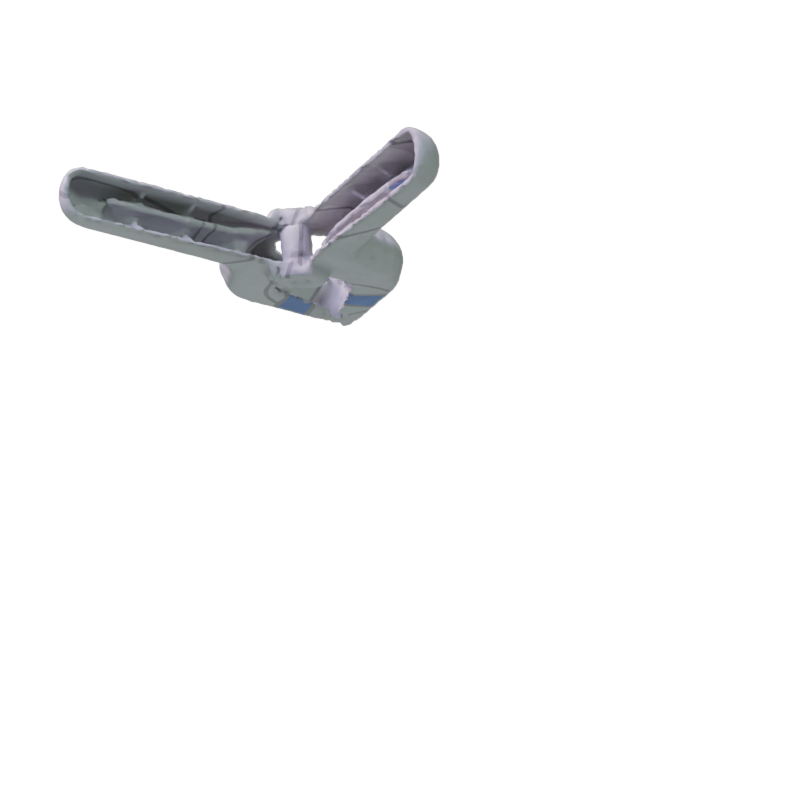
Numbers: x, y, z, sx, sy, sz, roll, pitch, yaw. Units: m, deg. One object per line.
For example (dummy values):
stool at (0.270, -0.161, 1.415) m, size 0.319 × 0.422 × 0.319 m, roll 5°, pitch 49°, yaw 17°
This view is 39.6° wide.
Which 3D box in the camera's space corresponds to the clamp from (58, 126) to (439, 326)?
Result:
clamp at (-0.042, -0.077, 0.540) m, size 0.168 × 0.038 × 0.198 m, roll -4°, pitch -13°, yaw 18°
